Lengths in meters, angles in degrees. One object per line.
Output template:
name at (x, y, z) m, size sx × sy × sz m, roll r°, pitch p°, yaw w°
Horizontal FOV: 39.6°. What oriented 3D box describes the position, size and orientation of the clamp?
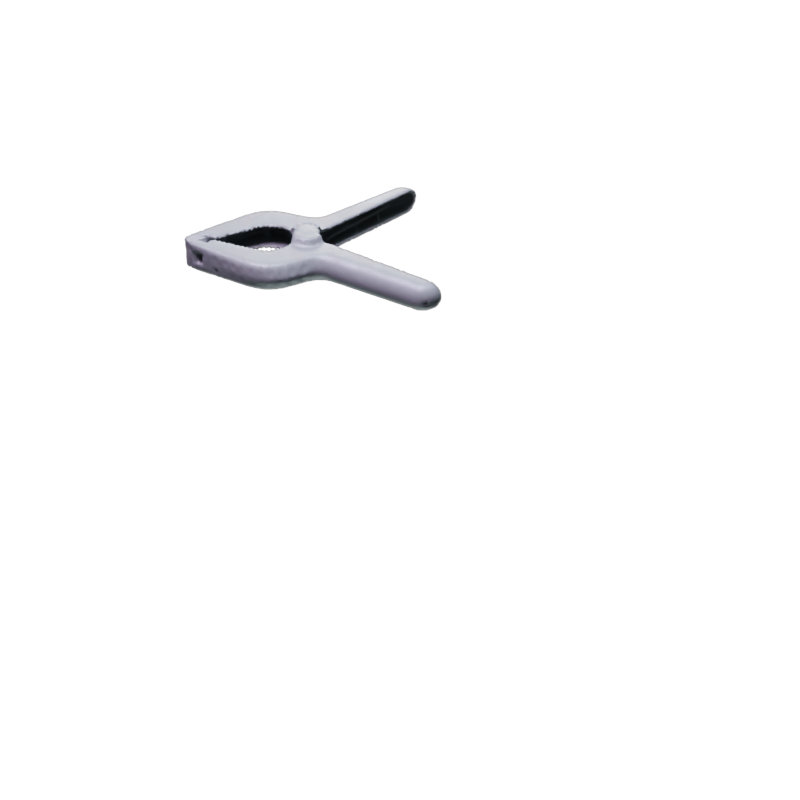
clamp at (-0.073, -0.133, 0.933) m, size 0.211 × 0.034 × 0.175 m, roll 2°, pitch 37°, yaw 2°
